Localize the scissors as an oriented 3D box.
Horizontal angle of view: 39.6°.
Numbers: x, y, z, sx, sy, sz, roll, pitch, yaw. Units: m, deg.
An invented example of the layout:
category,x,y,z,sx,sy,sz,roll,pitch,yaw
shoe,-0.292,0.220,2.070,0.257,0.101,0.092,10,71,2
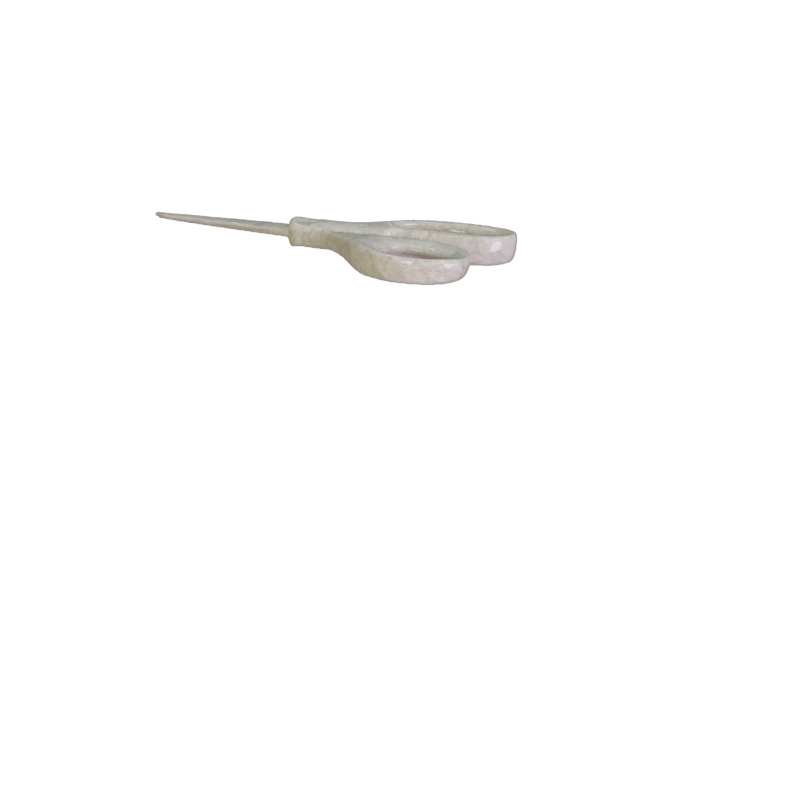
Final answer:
category,x,y,z,sx,sy,sz,roll,pitch,yaw
scissors,-0.044,-0.080,0.562,0.205,0.015,0.098,4,21,11
